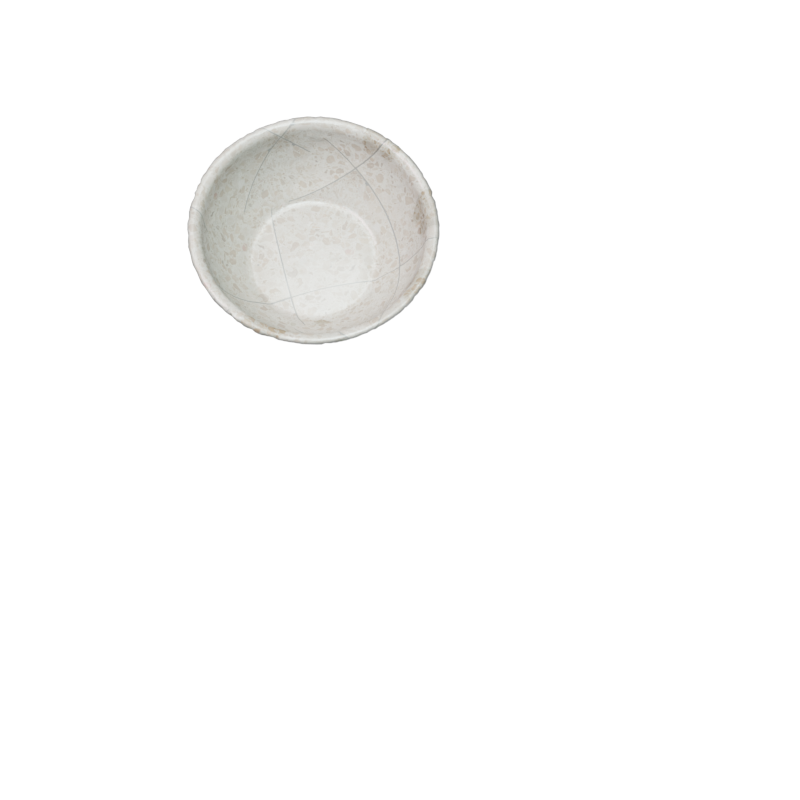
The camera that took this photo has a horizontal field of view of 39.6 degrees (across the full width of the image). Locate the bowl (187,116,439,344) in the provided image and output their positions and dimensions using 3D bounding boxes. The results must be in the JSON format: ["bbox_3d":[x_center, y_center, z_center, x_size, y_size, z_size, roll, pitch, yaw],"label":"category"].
[{"bbox_3d":[-0.057,-0.105,0.732,0.162,0.171,0.052,-1,-24,-1],"label":"bowl"}]
